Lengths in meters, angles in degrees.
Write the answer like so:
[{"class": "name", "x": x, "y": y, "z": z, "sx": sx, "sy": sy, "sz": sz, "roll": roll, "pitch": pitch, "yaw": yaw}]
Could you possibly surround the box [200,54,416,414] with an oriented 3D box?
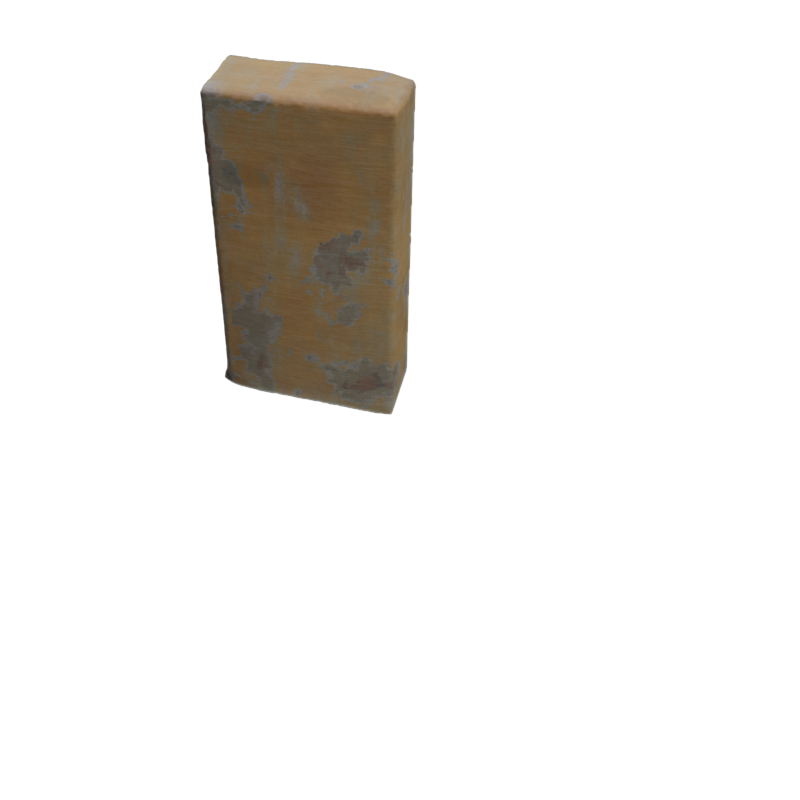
[{"class": "box", "x": -0.042, "y": -0.078, "z": 0.542, "sx": 0.095, "sy": 0.165, "sz": 0.050, "roll": 11, "pitch": 37, "yaw": 12}]
